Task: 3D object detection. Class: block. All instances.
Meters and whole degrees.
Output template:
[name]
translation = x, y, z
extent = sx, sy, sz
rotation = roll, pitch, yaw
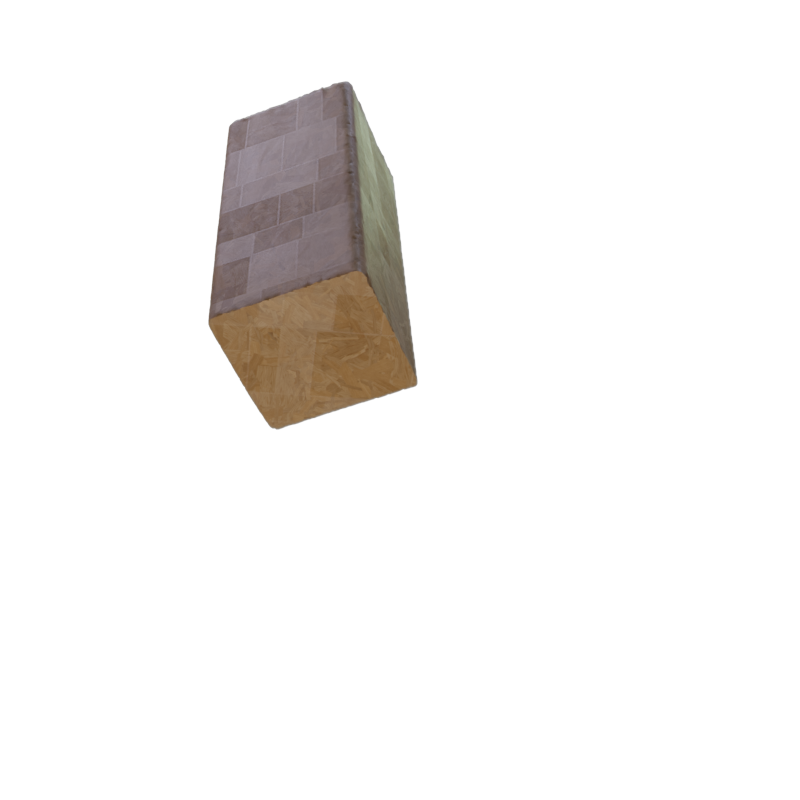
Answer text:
[block]
translation = -0.053, -0.097, 0.674
extent = 0.091, 0.083, 0.221
rotation = -18, 39, 12
